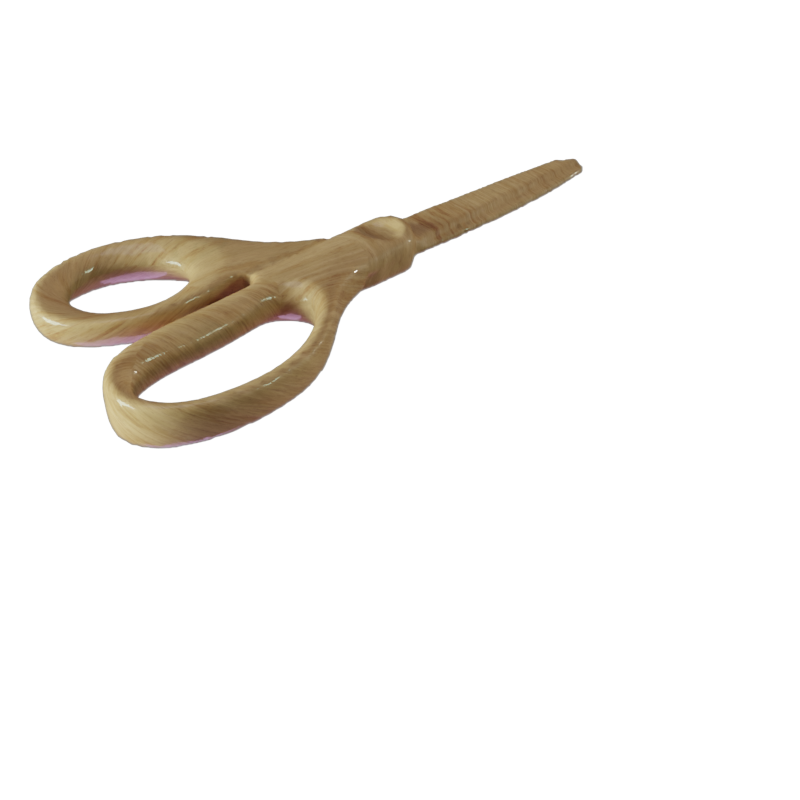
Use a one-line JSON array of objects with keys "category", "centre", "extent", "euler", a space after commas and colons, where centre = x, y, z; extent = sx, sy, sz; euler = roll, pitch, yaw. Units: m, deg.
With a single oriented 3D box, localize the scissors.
[{"category": "scissors", "centre": [-0.027, -0.048, 0.339], "extent": [0.101, 0.015, 0.205], "euler": [18, 37, 25]}]
